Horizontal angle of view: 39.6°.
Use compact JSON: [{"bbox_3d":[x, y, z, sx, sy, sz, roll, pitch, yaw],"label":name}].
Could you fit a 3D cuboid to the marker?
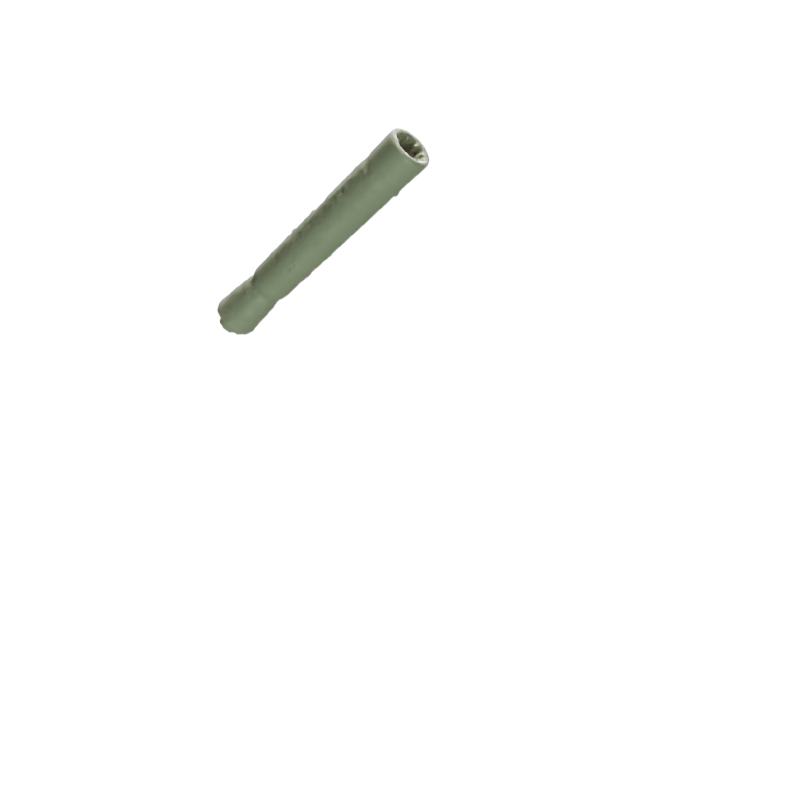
[{"bbox_3d":[-0.035,-0.064,0.446,0.119,0.021,0.019,-39,-21,33],"label":"marker"}]
